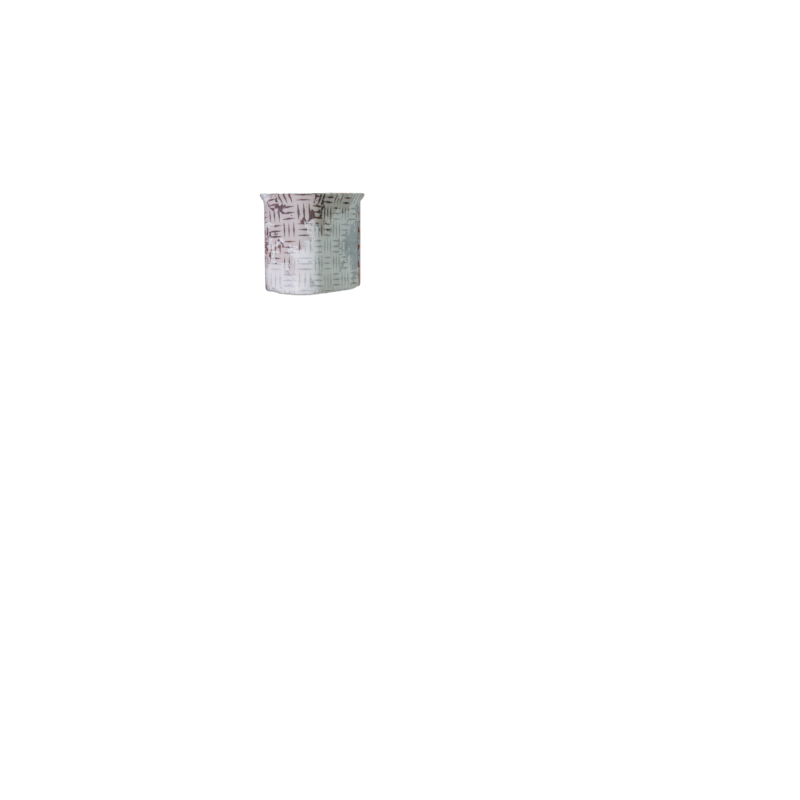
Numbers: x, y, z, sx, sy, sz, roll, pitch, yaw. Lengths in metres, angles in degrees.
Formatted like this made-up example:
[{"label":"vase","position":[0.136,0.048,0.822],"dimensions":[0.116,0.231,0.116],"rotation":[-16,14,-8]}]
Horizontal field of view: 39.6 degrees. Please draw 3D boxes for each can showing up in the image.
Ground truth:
[{"label":"can","position":[-0.074,-0.136,0.950],"dimensions":[0.060,0.083,0.099],"rotation":[3,8,30]}]
